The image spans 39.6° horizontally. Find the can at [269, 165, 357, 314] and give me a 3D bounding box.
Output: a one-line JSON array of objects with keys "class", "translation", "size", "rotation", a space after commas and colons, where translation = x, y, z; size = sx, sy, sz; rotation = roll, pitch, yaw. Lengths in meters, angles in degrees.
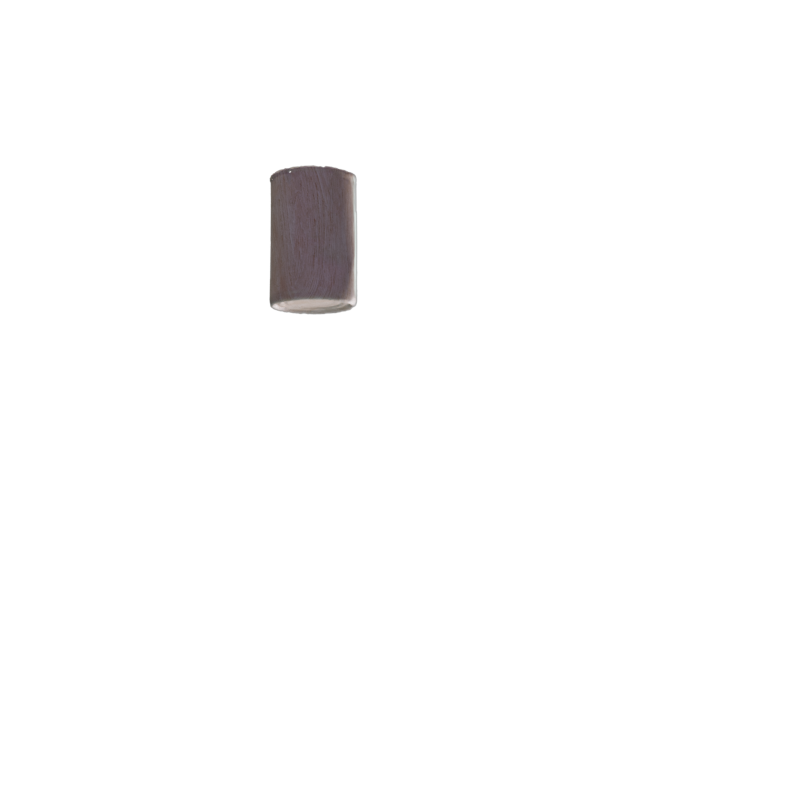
[{"class": "can", "translation": [-0.067, -0.121, 0.850], "size": [0.068, 0.105, 0.067], "rotation": [0, -11, -2]}]
